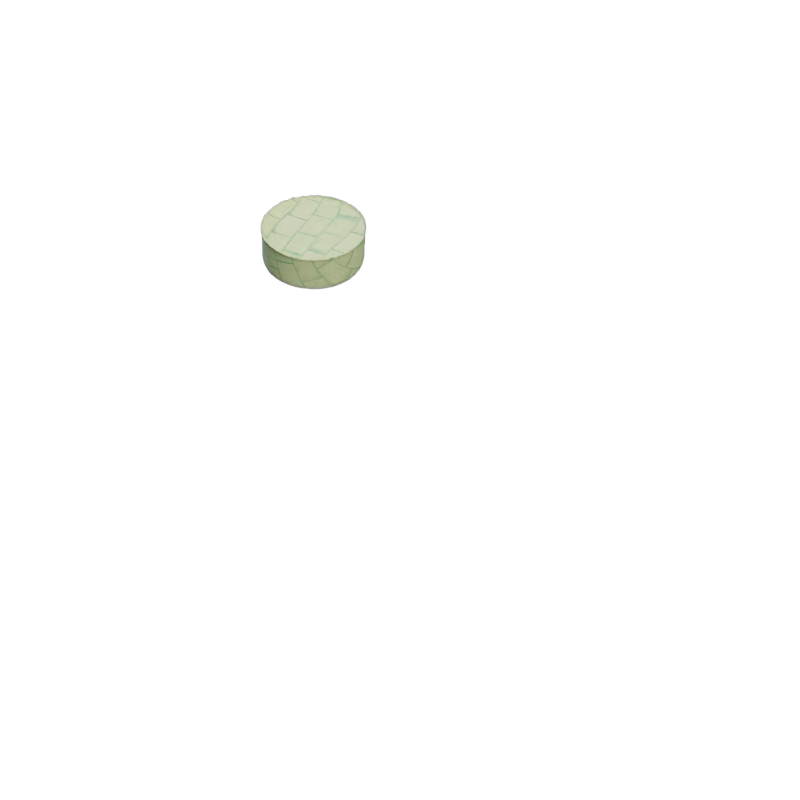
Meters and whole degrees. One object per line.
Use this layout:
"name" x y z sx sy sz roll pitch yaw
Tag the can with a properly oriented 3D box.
"can" -0.071 -0.129 0.907 0.086 0.031 0.092 -1 43 -2
